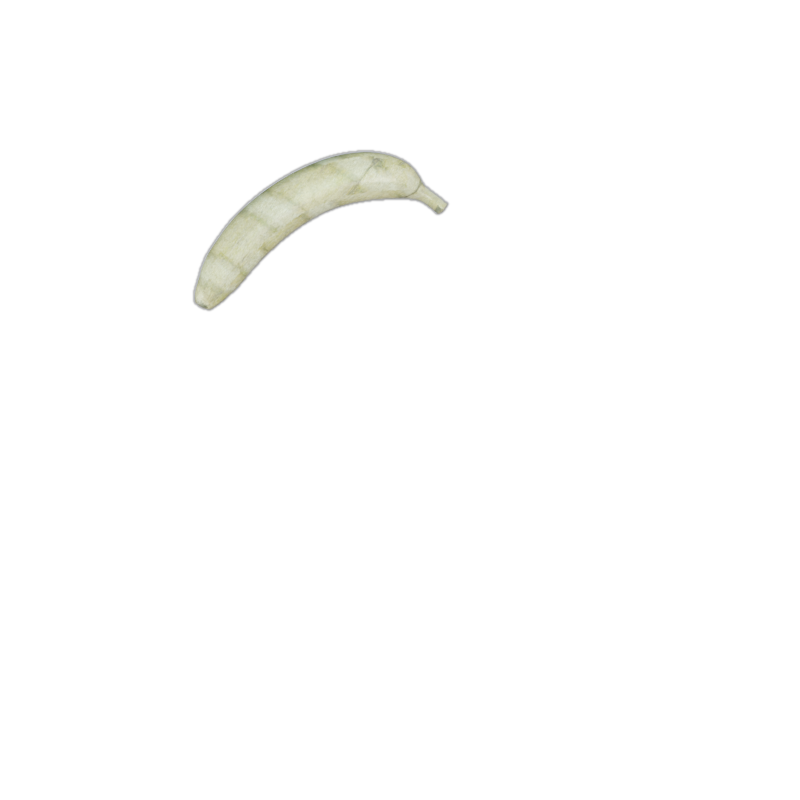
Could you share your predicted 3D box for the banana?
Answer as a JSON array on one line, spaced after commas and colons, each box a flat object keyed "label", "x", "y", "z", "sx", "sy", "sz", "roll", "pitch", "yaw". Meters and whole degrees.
[{"label": "banana", "x": -0.066, "y": -0.132, "z": 0.800, "sx": 0.197, "sy": 0.071, "sz": 0.036, "roll": -23, "pitch": -6, "yaw": -4}]
